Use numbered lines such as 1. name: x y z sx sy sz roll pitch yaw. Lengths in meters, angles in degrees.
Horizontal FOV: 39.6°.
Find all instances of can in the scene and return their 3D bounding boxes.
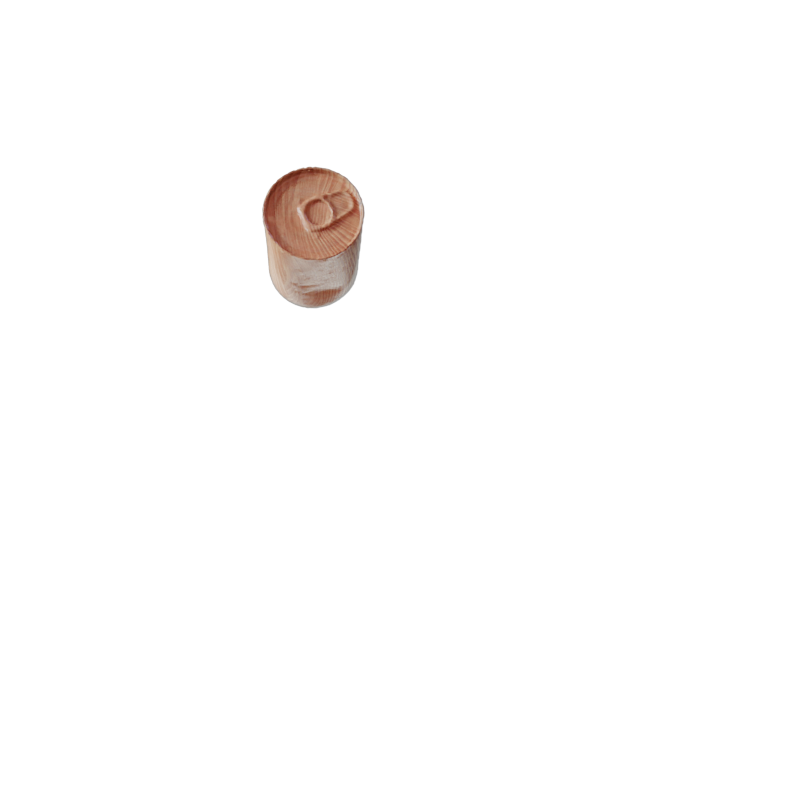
1. can: -0.061 -0.112 0.782 0.068 0.072 0.098 0 -18 -3
